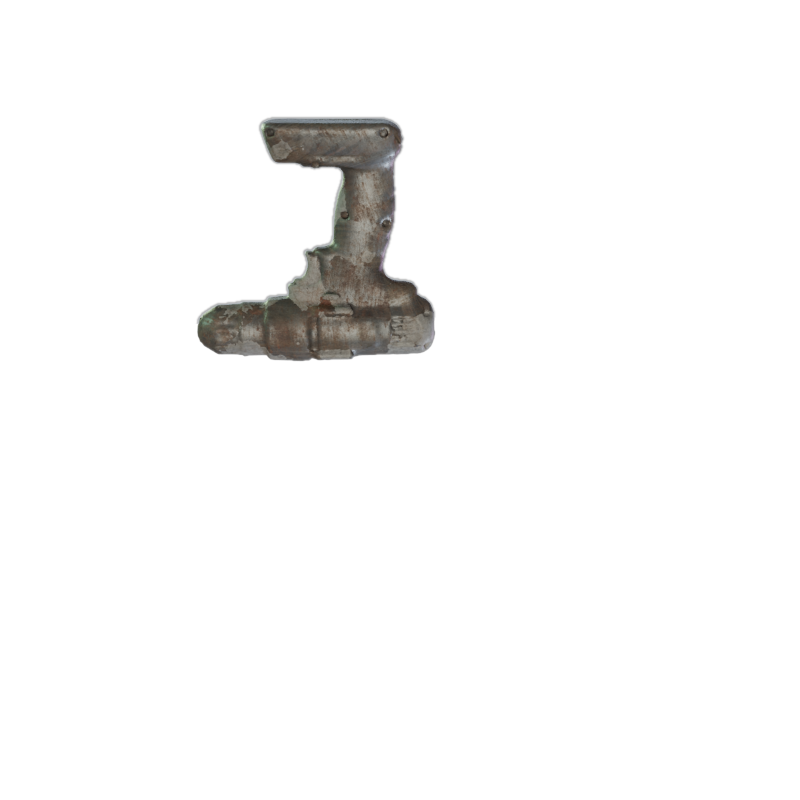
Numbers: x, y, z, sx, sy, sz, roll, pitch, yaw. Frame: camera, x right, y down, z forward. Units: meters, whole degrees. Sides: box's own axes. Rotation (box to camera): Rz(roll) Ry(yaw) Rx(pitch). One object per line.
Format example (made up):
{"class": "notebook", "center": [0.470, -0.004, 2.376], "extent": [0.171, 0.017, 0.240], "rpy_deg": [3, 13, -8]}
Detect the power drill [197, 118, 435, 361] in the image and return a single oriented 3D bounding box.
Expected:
{"class": "power drill", "center": [-0.066, -0.121, 0.849], "extent": [0.184, 0.182, 0.059], "rpy_deg": [-1, 13, 0]}
